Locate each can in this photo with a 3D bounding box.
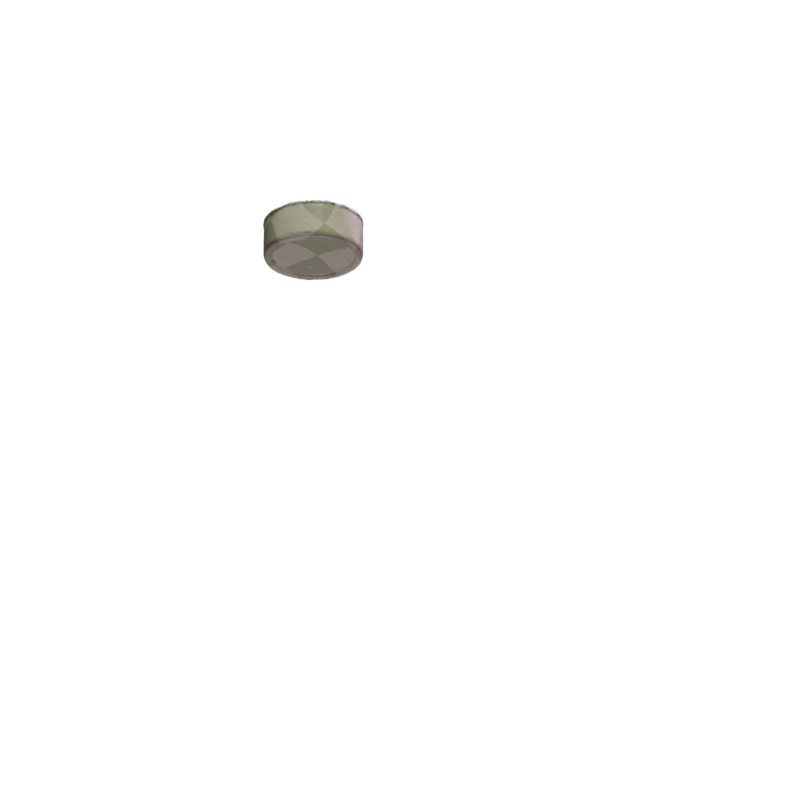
[{"bbox_3d":[-0.074,-0.134,0.939,0.086,0.035,0.081,0,-22,-2],"label":"can"}]
